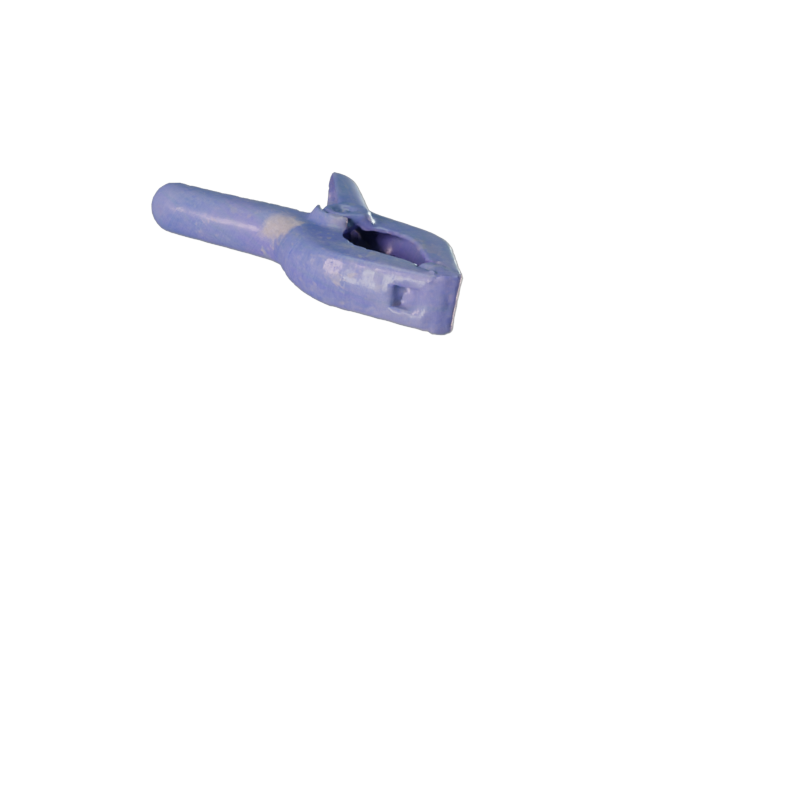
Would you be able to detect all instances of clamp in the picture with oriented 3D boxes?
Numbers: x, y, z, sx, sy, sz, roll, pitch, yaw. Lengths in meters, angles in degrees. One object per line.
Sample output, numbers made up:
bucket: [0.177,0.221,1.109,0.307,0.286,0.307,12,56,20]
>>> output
clamp: [-0.041,-0.075,0.522,0.118,0.037,0.183,-12,28,-25]
